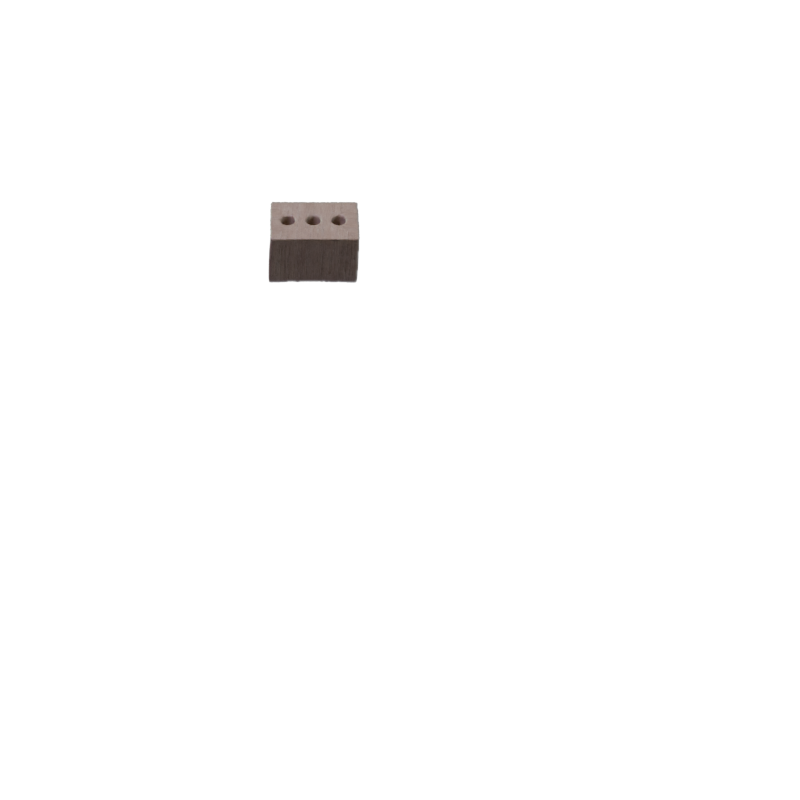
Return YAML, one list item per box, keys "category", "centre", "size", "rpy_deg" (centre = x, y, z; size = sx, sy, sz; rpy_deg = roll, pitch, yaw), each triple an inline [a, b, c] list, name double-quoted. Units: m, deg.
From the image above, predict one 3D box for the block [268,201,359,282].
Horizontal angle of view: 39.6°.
- category: "block"
  centre: [-0.076, -0.138, 0.966]
  size: [0.078, 0.057, 0.048]
  rpy_deg: [-1, -45, -2]
